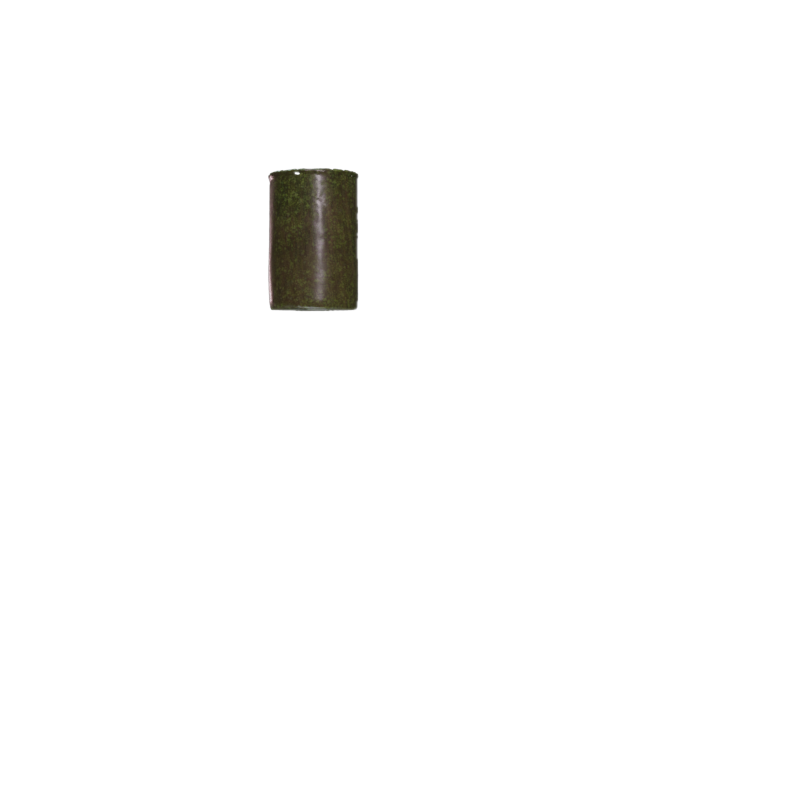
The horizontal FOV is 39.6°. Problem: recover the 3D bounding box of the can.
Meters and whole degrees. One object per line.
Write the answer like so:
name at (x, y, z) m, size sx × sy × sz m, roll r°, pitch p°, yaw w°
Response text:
can at (-0.065, -0.119, 0.831) m, size 0.068 × 0.103 × 0.068 m, roll 0°, pitch -3°, yaw -2°
